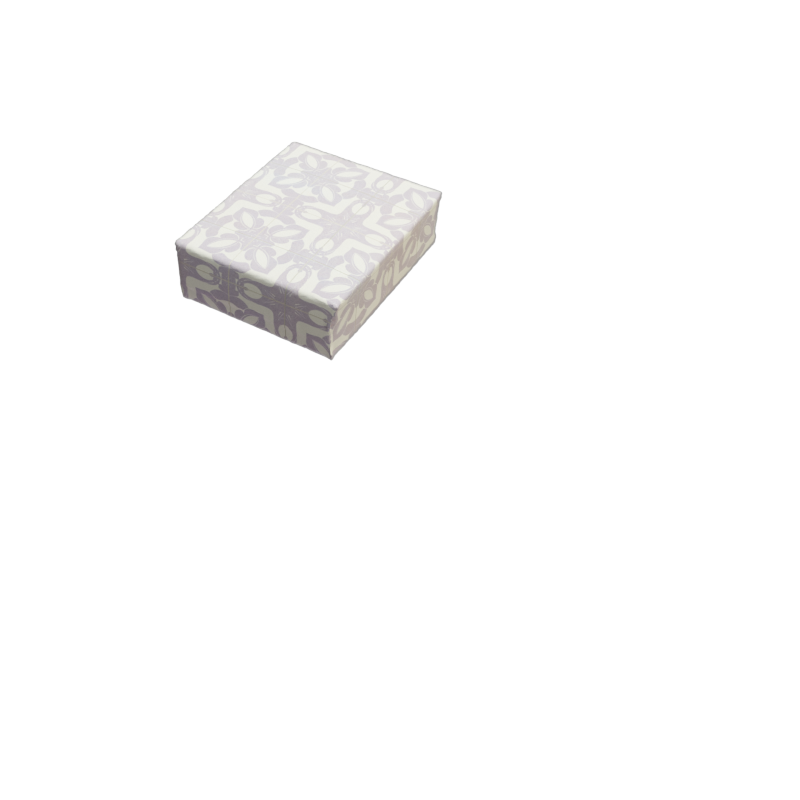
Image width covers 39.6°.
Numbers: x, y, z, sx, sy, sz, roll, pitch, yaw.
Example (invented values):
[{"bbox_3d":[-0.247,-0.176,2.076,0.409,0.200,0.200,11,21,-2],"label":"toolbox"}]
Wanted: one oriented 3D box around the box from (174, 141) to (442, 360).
[{"bbox_3d":[-0.043,-0.079,0.554,0.094,0.036,0.117,20,46,20],"label":"box"}]
